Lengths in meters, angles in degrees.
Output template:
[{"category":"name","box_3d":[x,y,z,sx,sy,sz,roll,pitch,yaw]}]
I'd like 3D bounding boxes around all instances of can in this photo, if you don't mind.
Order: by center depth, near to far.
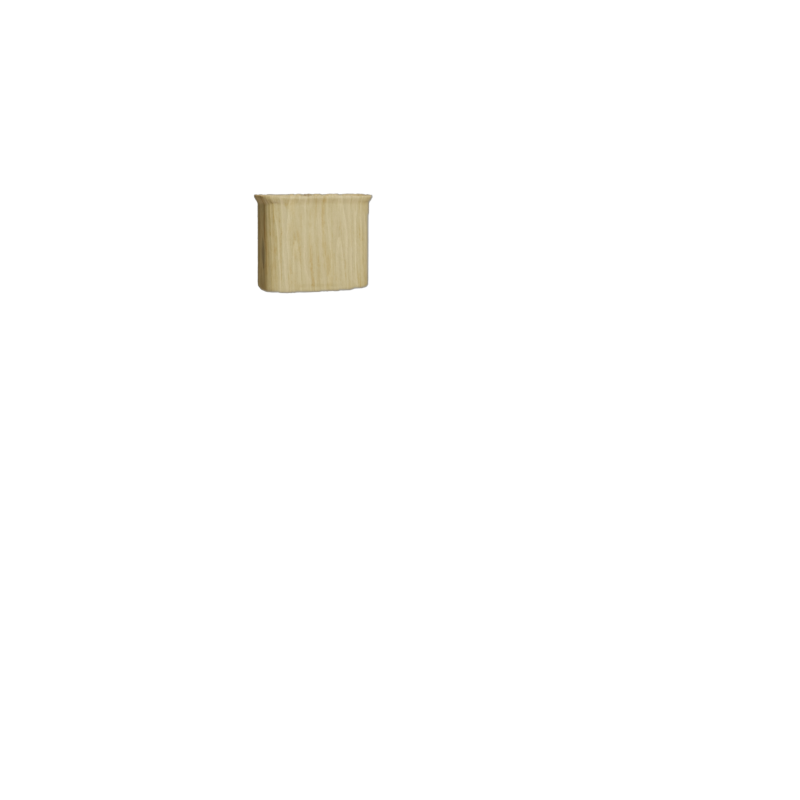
[{"category":"can","box_3d":[-0.076,-0.139,0.977,0.099,0.083,0.060,-3,8,-21]}]
